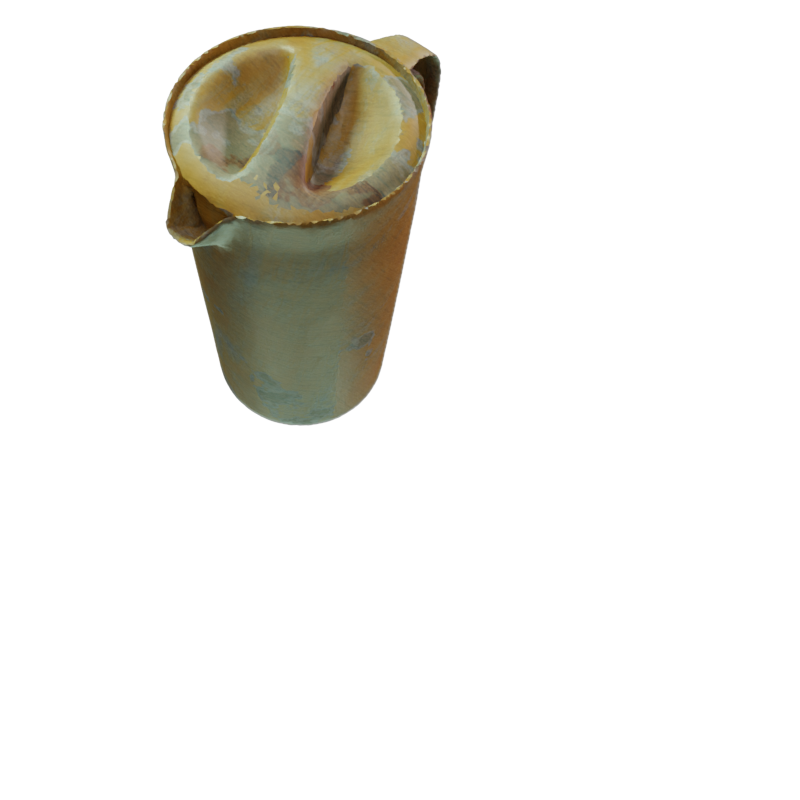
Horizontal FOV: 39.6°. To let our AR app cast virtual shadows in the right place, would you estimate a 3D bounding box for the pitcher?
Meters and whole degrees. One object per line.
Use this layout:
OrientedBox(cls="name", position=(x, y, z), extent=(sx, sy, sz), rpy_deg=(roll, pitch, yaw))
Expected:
OrientedBox(cls="pitcher", position=(-0.050, -0.092, 0.643), extent=(0.148, 0.155, 0.228), rpy_deg=(-2, -31, -5))
